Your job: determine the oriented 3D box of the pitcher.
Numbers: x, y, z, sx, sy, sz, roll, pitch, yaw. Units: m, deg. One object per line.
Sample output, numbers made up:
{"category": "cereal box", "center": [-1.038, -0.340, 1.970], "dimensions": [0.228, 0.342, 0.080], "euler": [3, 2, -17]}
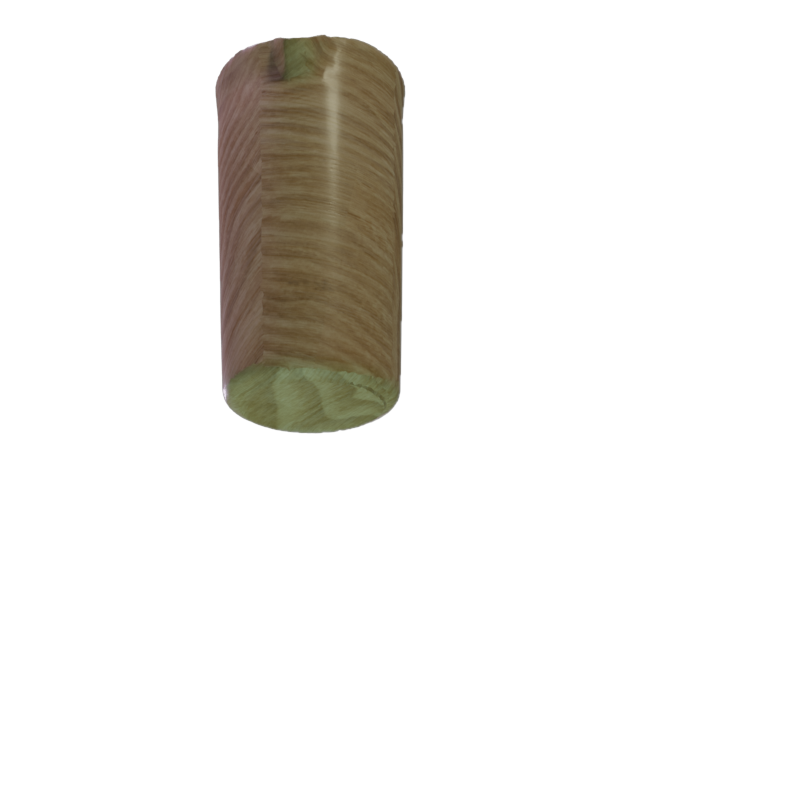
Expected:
{"category": "pitcher", "center": [-0.057, -0.105, 0.733], "dimensions": [0.140, 0.258, 0.145], "euler": [22, -35, -38]}
